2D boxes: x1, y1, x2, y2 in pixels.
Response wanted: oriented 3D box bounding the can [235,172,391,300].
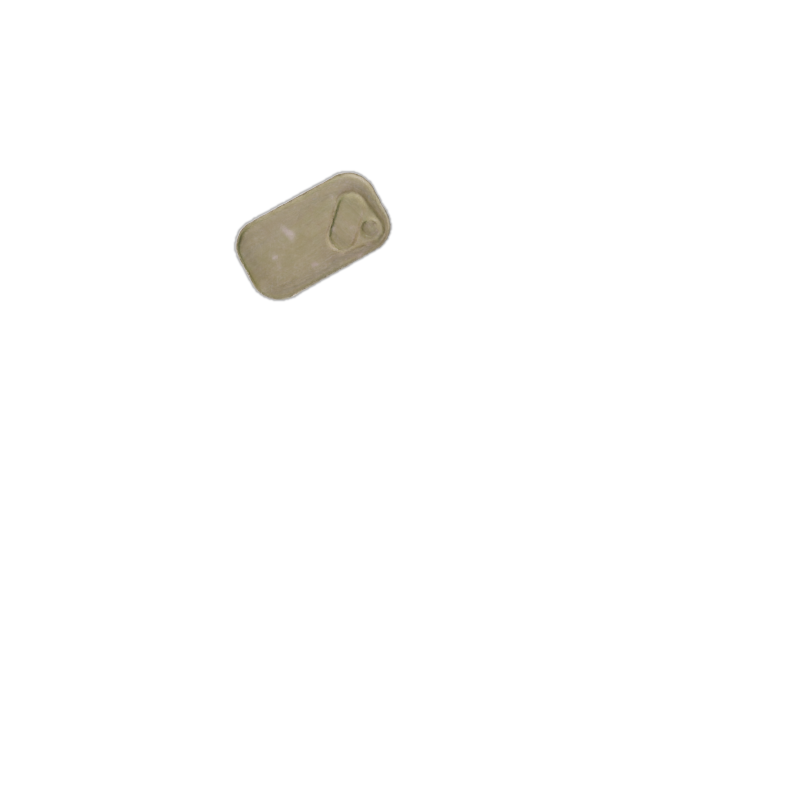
[{"bbox_3d":[-0.061,-0.111,0.775,0.102,0.058,0.083,-29,1,-3],"label":"can"}]
